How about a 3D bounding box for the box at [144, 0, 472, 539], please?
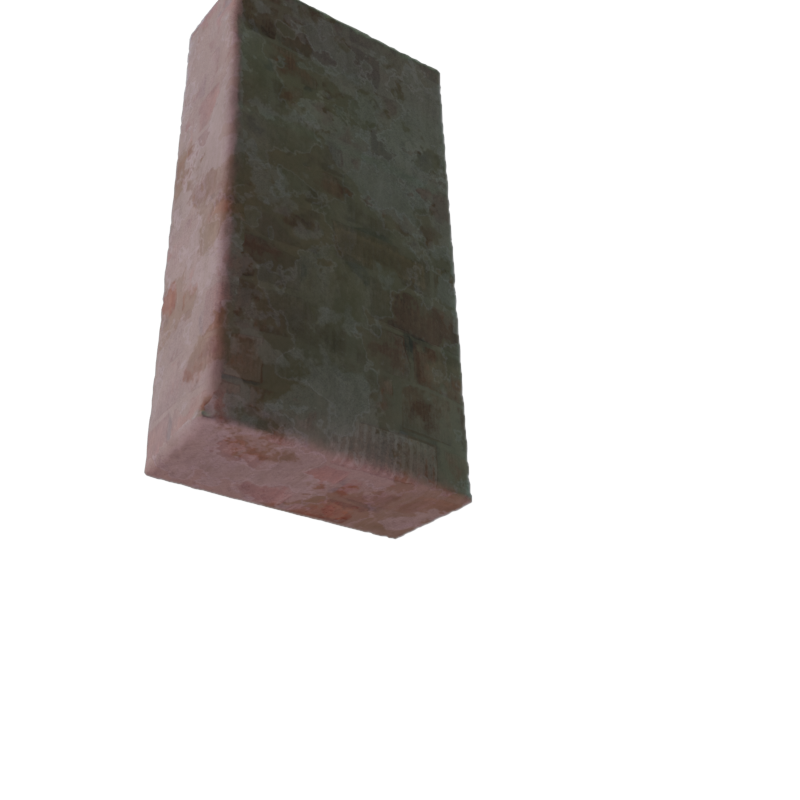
[{"bbox_3d":[-0.029,-0.053,0.371,0.089,0.189,0.047,19,-40,-29],"label":"box"}]
